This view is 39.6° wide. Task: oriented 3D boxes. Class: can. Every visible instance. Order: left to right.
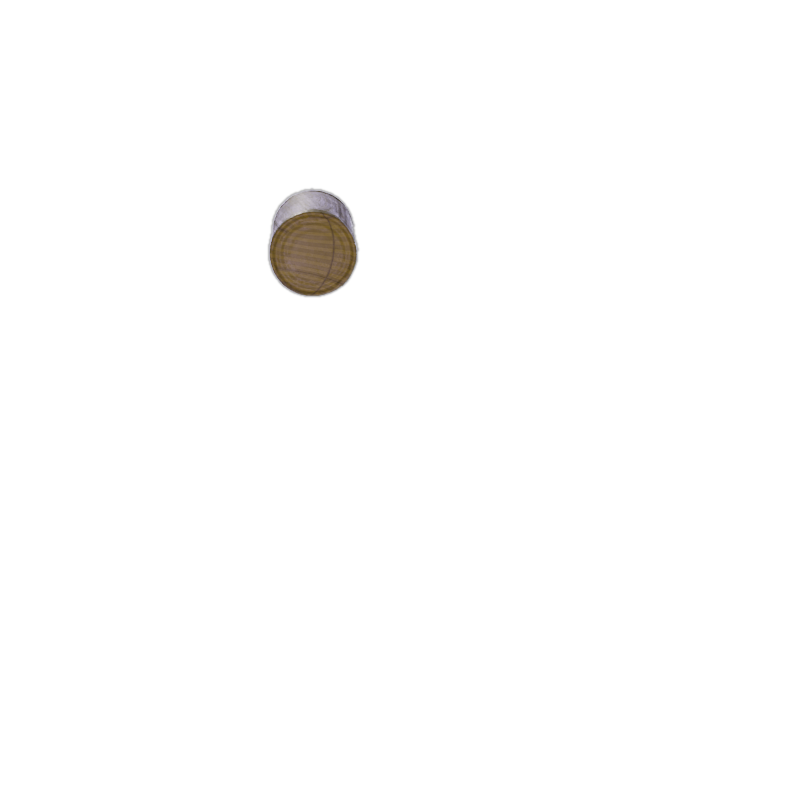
[{"bbox_3d":[-0.069,-0.125,0.875,0.068,0.066,0.106,0,17,-3],"label":"can"}]
